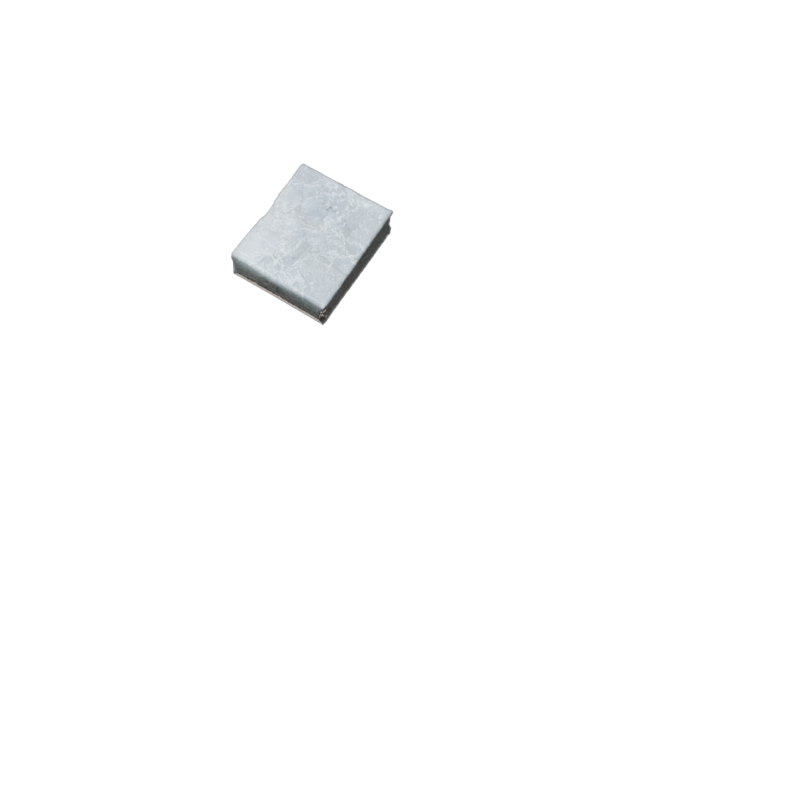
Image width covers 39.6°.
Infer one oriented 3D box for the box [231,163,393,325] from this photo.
[{"bbox_3d":[-0.058,-0.105,0.737,0.076,0.092,0.028,29,-24,14],"label":"box"}]
